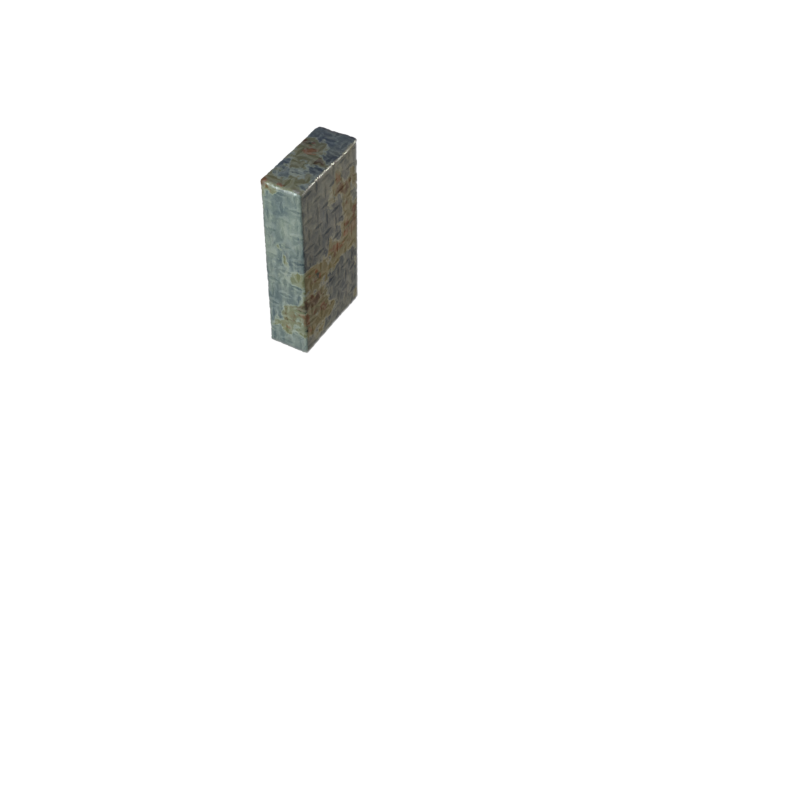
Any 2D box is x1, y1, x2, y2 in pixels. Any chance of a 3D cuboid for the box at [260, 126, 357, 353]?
[{"bbox_3d":[-0.075,-0.136,0.955,0.050,0.164,0.096,22,48,18],"label":"box"}]
